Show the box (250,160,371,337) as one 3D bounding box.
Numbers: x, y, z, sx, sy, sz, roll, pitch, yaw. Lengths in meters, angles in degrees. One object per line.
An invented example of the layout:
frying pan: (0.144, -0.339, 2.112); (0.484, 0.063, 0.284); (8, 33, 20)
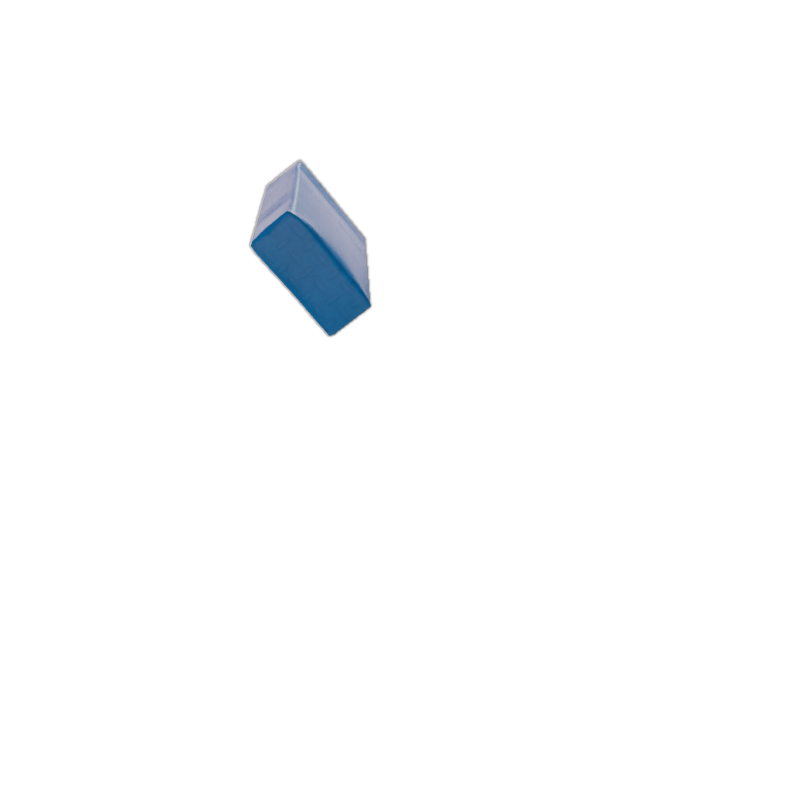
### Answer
box: (-0.068, -0.123, 0.864); (0.048, 0.090, 0.184); (-38, 18, 10)
